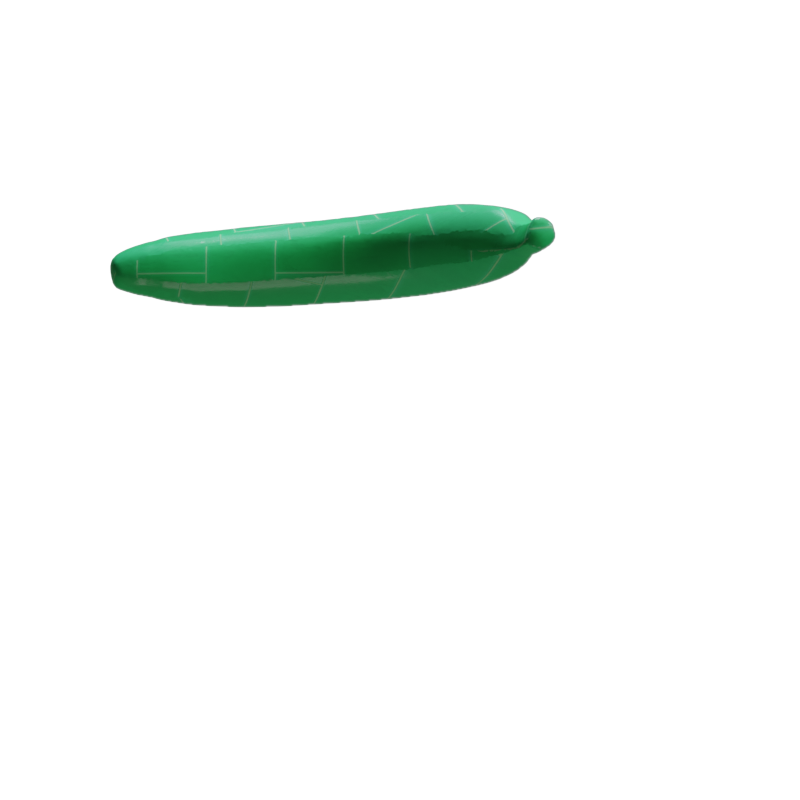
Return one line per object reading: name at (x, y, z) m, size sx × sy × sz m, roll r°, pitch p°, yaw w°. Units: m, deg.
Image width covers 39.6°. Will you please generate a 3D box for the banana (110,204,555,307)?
banana at (-0.026, -0.064, 0.479) m, size 0.202 × 0.038 × 0.066 m, roll -4°, pitch -11°, yaw 22°
